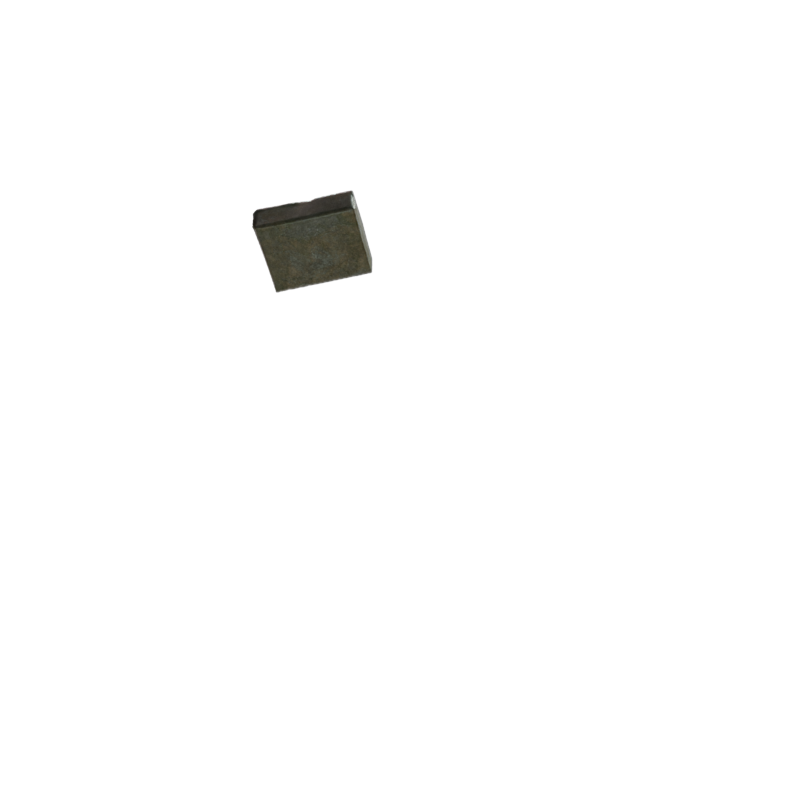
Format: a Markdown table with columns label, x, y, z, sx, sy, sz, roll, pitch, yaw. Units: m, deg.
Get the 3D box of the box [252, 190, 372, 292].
| label | x | y | z | sx | sy | sz | roll | pitch | yaw |
| --- | --- | --- | --- | --- | --- | --- | --- | --- | --- |
| box | -0.075 | -0.136 | 0.951 | 0.090 | 0.068 | 0.032 | -10 | 40 | 8 |
